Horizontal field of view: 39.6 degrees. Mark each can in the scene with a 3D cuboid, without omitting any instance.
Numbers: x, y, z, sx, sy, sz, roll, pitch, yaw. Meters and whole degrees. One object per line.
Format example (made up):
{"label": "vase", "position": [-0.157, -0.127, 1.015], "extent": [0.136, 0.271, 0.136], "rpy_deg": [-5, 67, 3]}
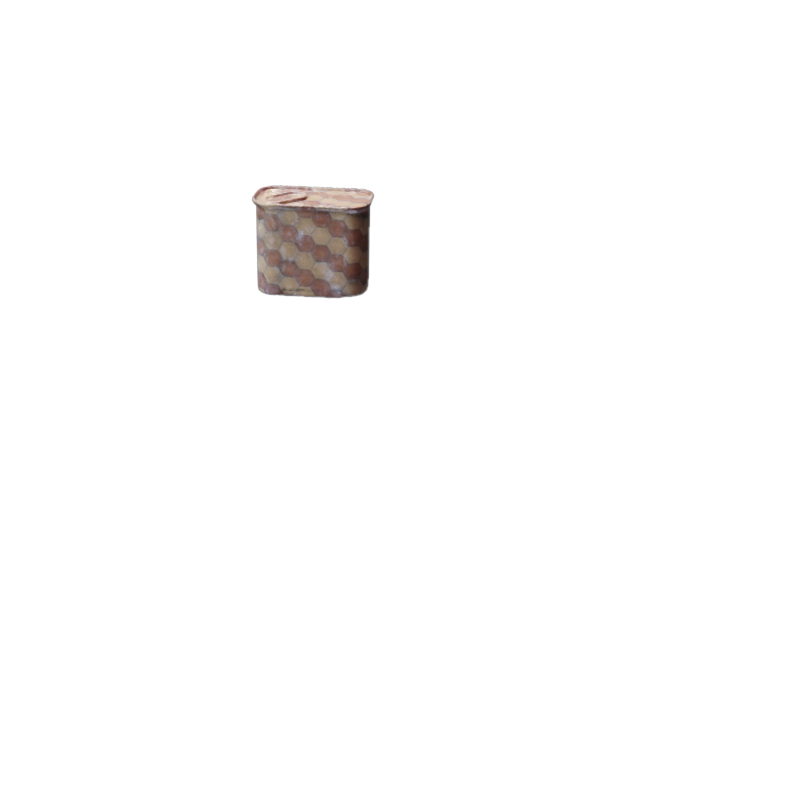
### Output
{"label": "can", "position": [-0.075, -0.136, 0.955], "extent": [0.103, 0.080, 0.060], "rpy_deg": [4, 22, 7]}
